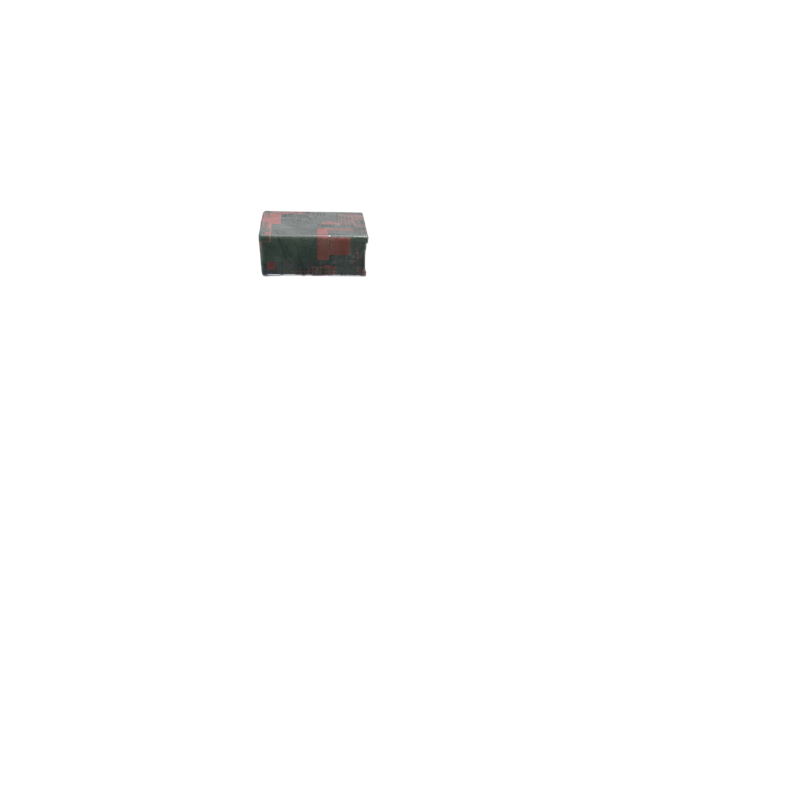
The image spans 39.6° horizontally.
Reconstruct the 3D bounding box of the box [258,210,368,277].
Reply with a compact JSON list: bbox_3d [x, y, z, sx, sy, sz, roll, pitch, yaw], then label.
[{"bbox_3d":[-0.074,-0.135,0.947,0.090,0.037,0.118,-1,21,-3],"label":"box"}]
